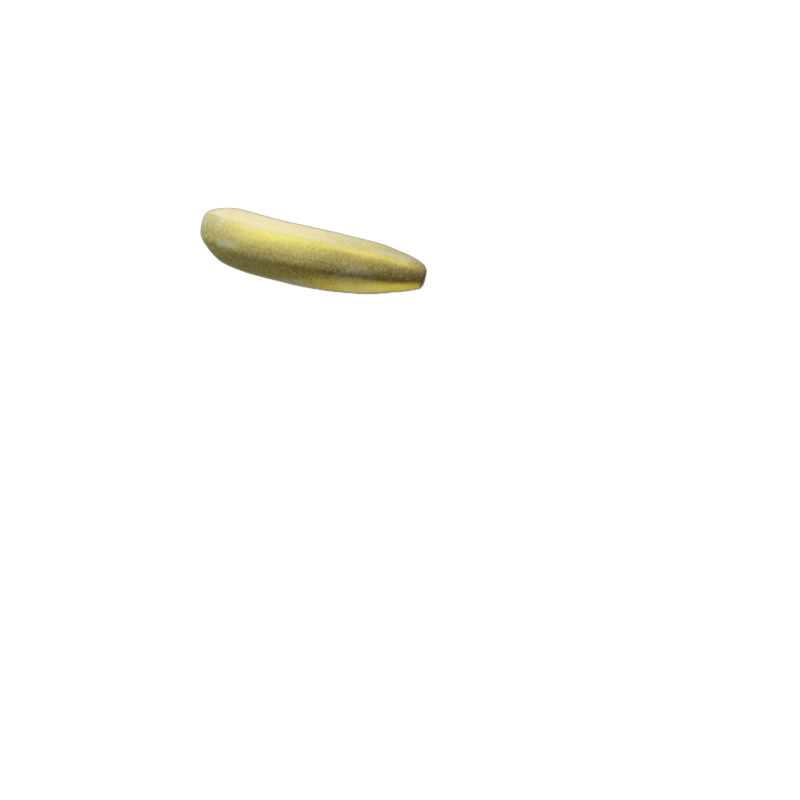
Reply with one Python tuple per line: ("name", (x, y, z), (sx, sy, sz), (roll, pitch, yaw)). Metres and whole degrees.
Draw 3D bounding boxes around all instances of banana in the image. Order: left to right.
("banana", (-0.072, -0.098, 0.703), (0.068, 0.035, 0.210), (-15, 25, -37))
